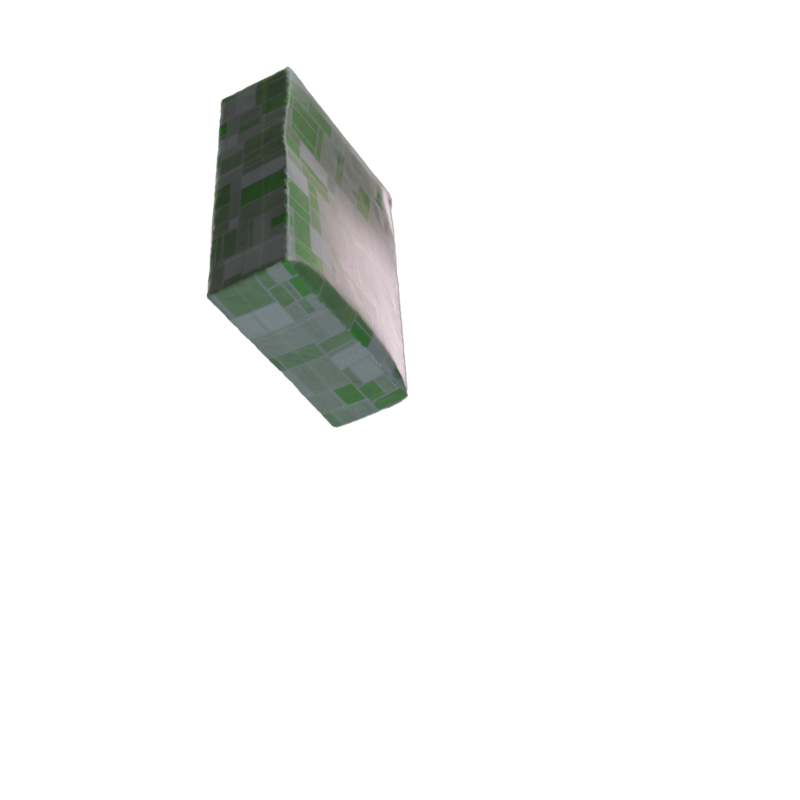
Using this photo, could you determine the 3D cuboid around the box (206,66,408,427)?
[{"bbox_3d":[-0.063,-0.115,0.808,0.072,0.230,0.152,-24,-46,21],"label":"box"}]
